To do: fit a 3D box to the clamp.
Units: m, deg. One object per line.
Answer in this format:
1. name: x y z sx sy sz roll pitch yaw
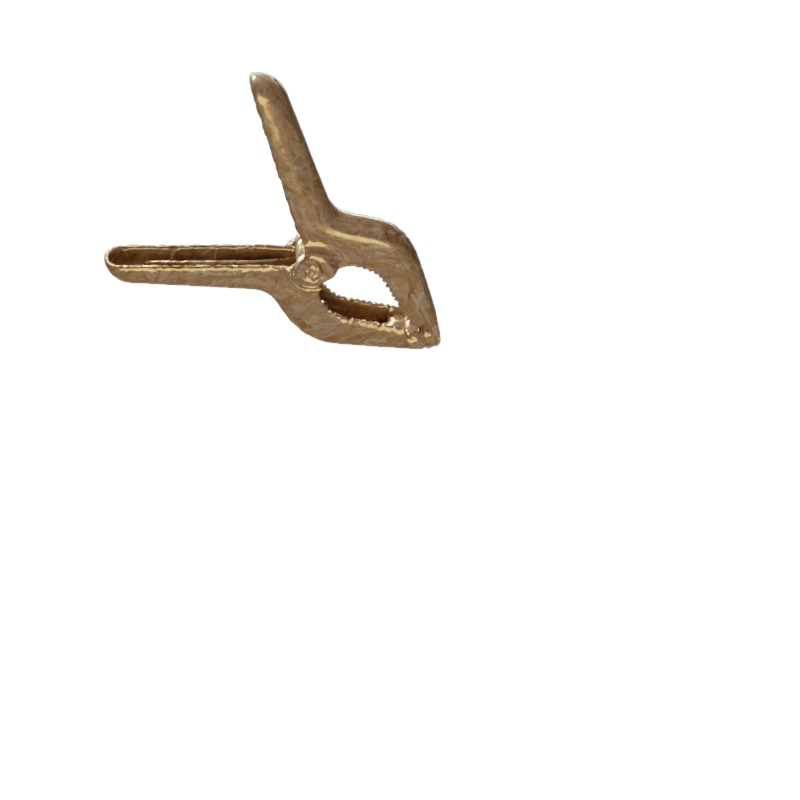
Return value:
1. clamp: -0.053 -0.096 0.675 0.202 0.160 0.039 26 34 -19
